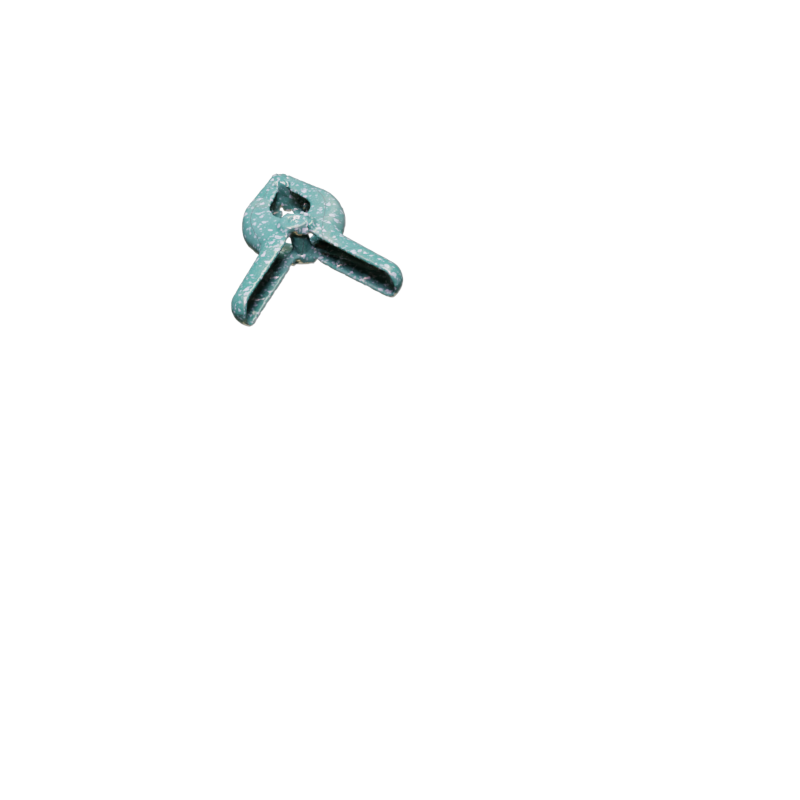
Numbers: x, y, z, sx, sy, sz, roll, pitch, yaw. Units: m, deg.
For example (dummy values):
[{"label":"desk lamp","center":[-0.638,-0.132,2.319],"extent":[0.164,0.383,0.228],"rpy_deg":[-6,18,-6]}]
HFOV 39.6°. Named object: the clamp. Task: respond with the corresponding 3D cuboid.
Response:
[{"label":"clamp","center":[-0.065,-0.118,0.825],"extent":[0.120,0.037,0.184],"rpy_deg":[-3,41,-4]}]
